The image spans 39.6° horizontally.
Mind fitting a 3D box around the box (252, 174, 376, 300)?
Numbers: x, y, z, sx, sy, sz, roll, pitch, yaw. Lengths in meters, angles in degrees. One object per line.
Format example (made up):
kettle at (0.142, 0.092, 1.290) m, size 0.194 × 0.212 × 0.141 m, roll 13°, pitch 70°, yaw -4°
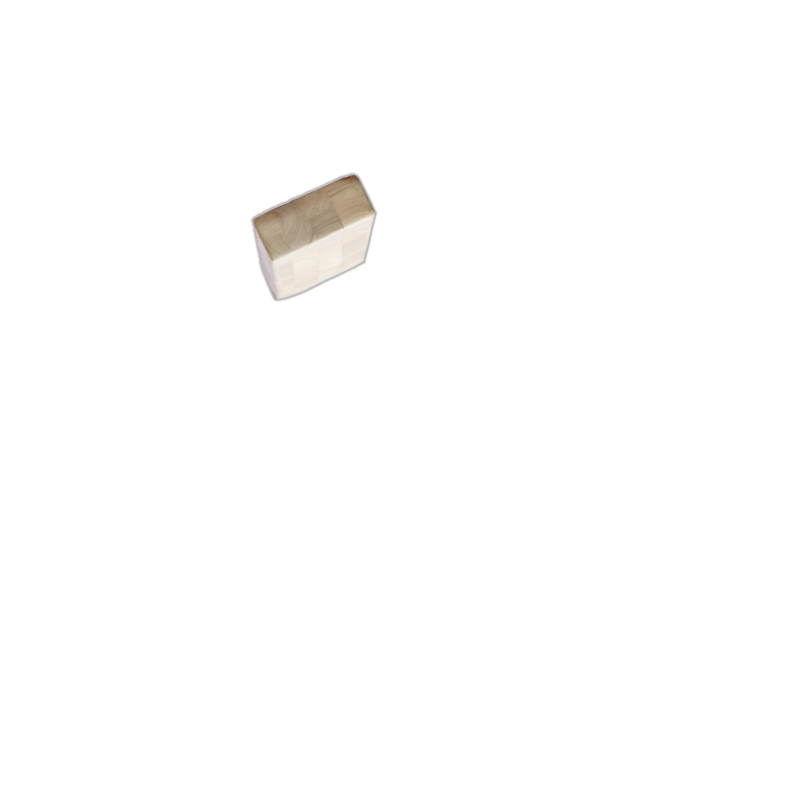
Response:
box at (-0.074, -0.135, 0.946) m, size 0.093 × 0.049 × 0.172 m, roll -25°, pitch -6°, yaw -7°
